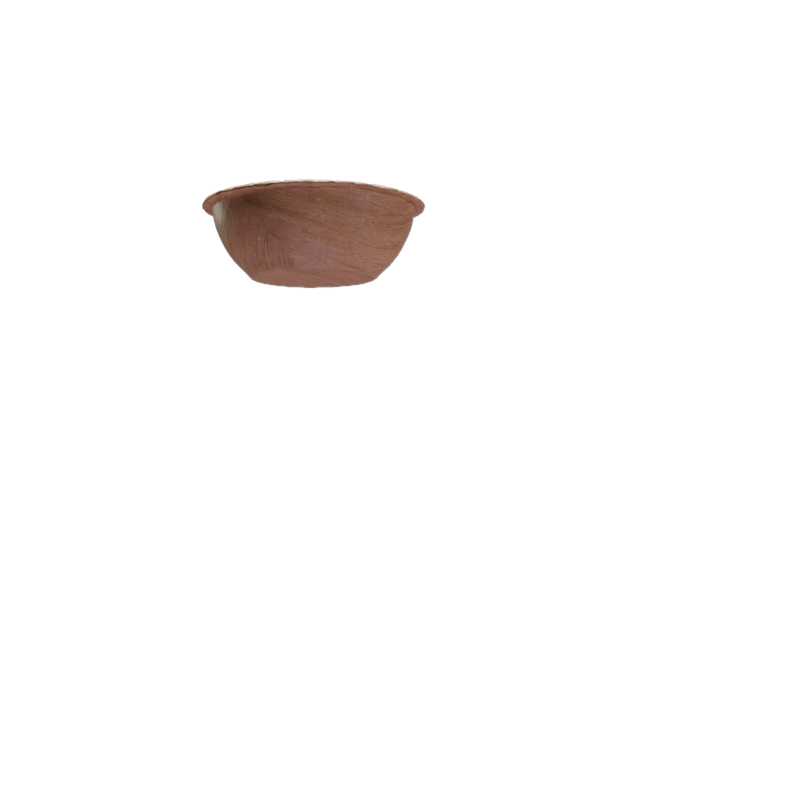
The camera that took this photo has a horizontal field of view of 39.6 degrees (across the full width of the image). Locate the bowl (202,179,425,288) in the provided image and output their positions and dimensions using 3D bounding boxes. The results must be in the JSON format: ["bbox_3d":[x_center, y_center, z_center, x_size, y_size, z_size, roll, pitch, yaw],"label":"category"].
[{"bbox_3d":[-0.063,-0.114,0.802,0.162,0.056,0.160,0,-4,-2],"label":"bowl"}]
